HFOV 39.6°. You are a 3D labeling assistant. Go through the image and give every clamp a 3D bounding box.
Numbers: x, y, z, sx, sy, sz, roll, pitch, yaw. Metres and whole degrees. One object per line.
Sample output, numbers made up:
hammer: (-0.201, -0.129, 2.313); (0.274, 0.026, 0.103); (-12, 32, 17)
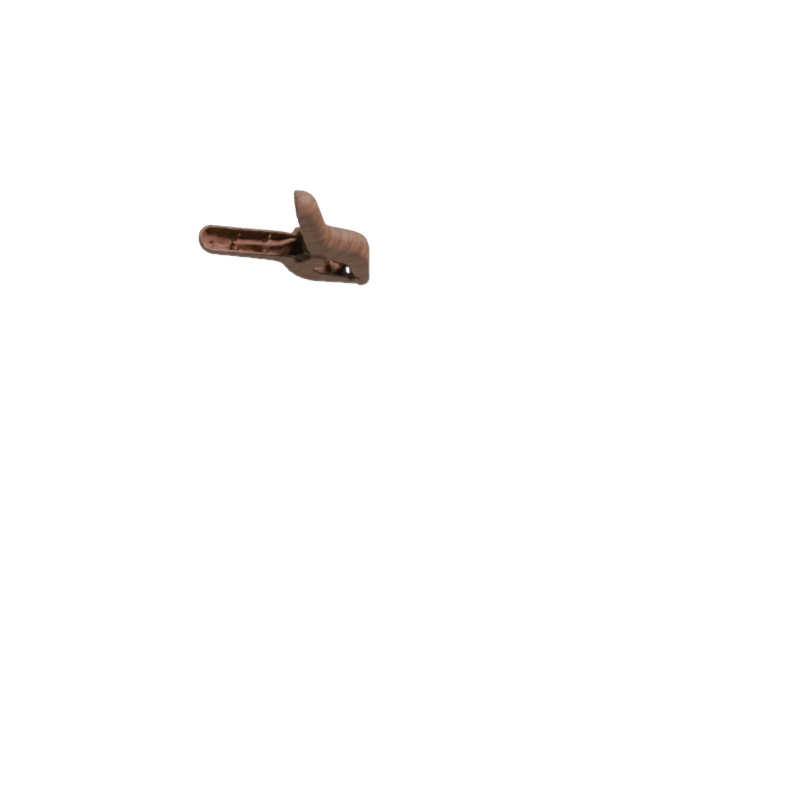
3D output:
clamp: (-0.076, -0.138, 0.966); (0.162, 0.041, 0.122); (10, -14, -43)
